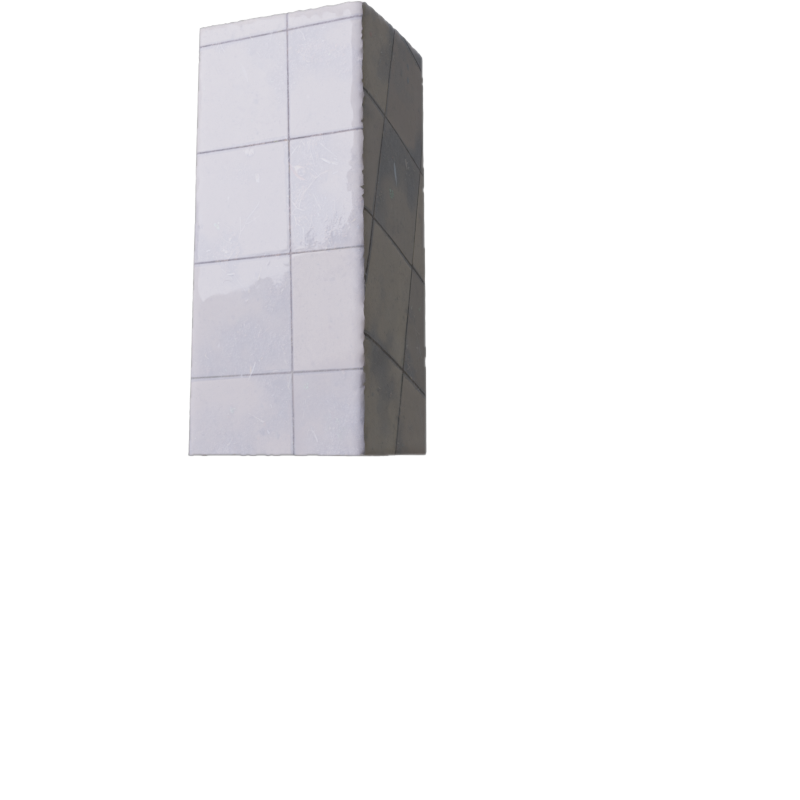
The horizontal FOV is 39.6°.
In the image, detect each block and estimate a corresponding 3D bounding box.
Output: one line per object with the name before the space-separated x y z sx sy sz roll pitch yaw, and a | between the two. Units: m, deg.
block | -0.042 -0.078 0.545 0.093 0.211 0.086 -4 -10 22
